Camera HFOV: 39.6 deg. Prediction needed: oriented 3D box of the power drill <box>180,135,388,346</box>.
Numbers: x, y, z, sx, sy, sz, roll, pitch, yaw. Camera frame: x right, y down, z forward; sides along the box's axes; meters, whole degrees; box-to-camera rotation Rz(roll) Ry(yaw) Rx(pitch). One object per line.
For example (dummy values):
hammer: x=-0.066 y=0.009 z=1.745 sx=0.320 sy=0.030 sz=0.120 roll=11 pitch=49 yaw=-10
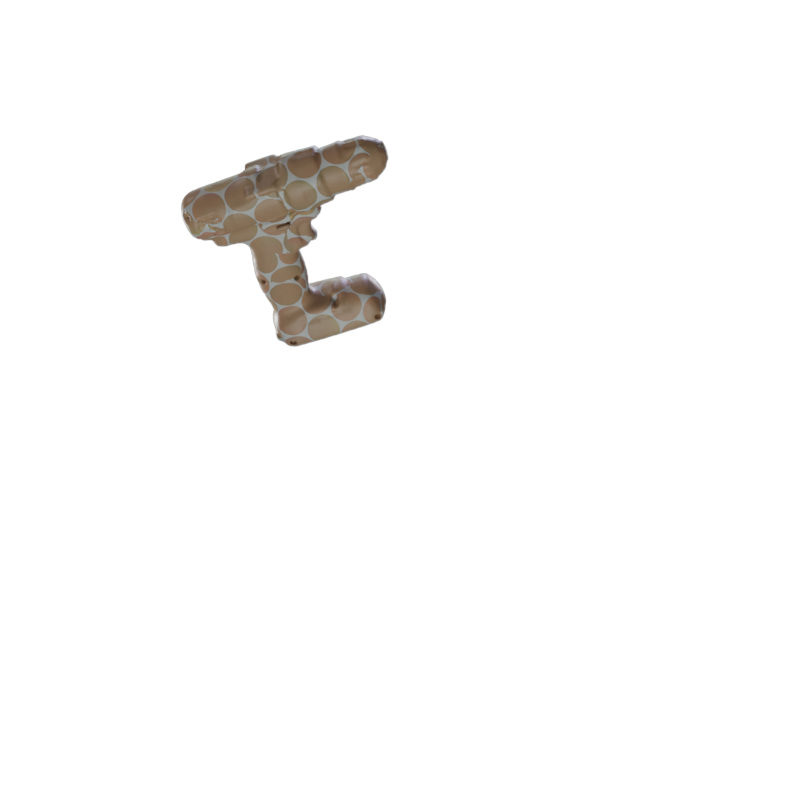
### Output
power drill: x=-0.077 y=-0.140 z=0.983 sx=0.186 sy=0.173 sz=0.062 roll=-15 pitch=41 yaw=13
